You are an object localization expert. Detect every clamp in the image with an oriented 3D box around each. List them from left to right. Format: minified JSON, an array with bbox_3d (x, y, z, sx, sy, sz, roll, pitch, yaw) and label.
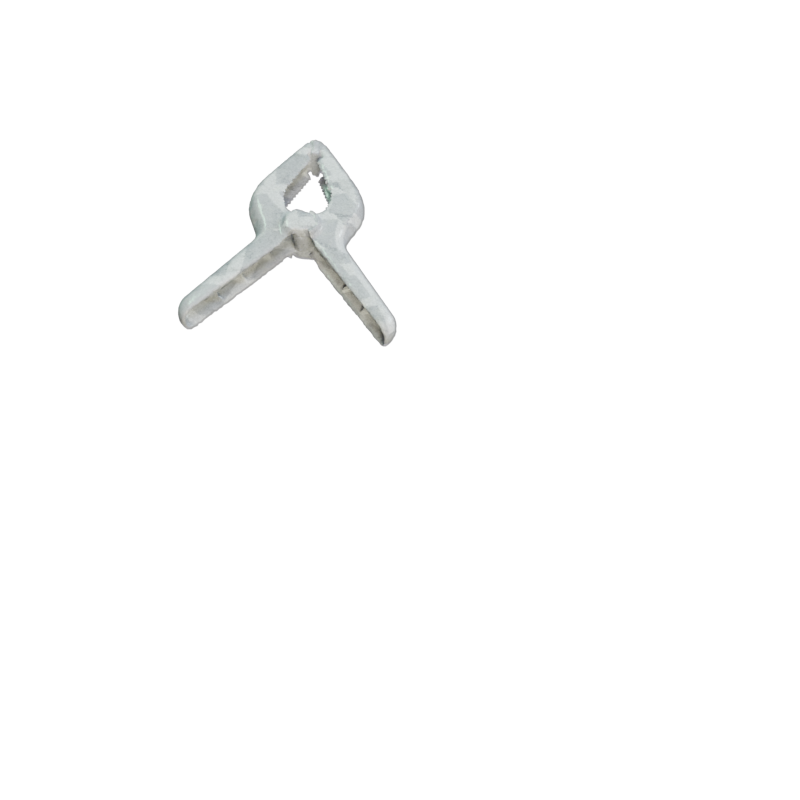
[{"bbox_3d":[-0.070,-0.127,0.888,0.167,0.222,0.034,9,-39,8],"label":"clamp"}]
